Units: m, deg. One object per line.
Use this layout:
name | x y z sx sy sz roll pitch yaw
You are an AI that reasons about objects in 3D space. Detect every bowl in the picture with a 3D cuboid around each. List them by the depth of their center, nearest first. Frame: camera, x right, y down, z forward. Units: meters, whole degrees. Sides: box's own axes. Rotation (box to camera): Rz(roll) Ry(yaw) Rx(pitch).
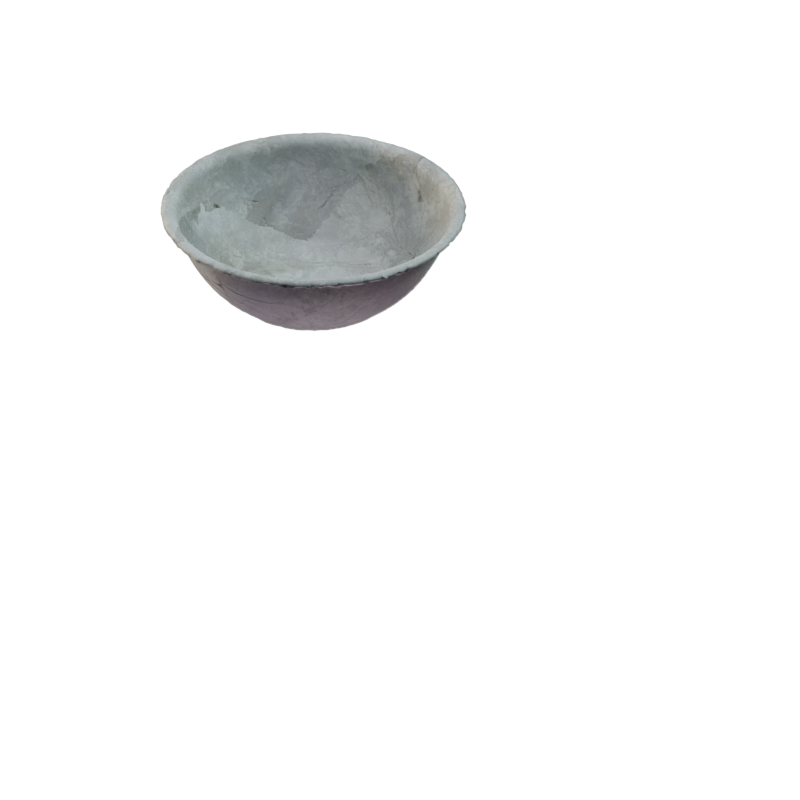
bowl | -0.047 -0.086 0.603 0.162 0.051 0.173 -1 37 -2
